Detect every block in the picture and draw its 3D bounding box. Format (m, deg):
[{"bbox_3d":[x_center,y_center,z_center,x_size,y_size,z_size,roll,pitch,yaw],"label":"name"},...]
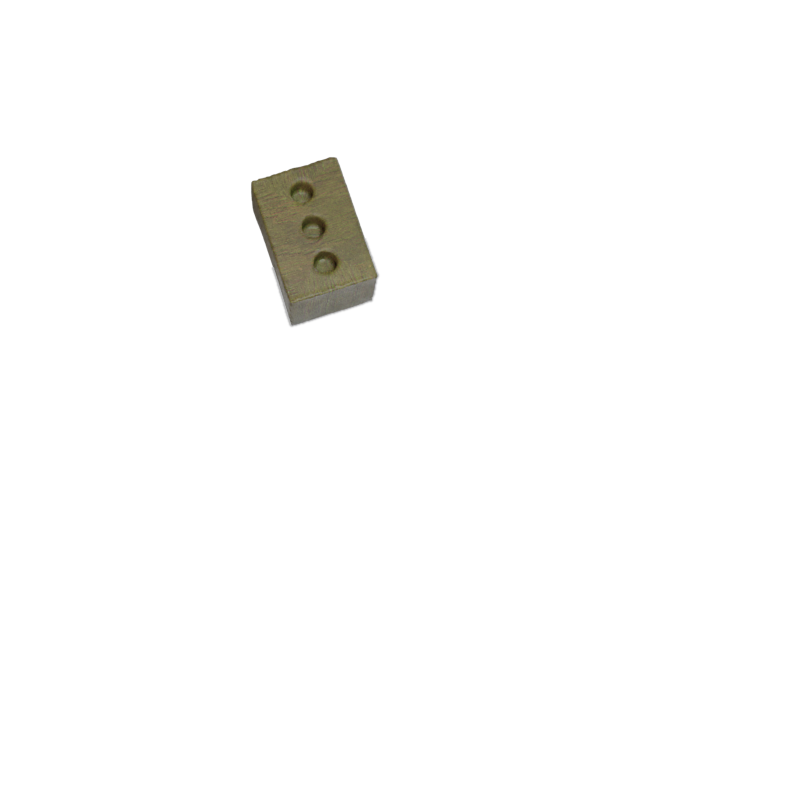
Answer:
[{"bbox_3d":[-0.050,-0.091,0.636,0.052,0.082,0.049,-18,-16,-7],"label":"block"}]
